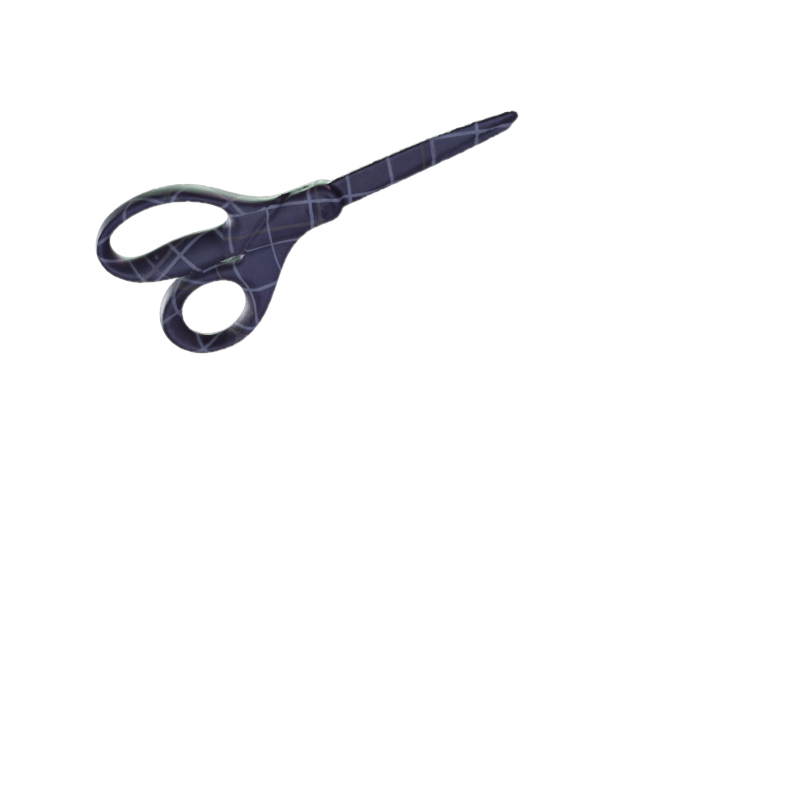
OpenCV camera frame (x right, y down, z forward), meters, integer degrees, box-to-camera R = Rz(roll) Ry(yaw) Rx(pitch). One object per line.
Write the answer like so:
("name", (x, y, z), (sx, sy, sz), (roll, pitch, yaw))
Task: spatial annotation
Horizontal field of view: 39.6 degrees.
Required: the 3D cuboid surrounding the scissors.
("scissors", (-0.041, -0.074, 0.520), (0.202, 0.090, 0.017), (-9, 29, 5))
